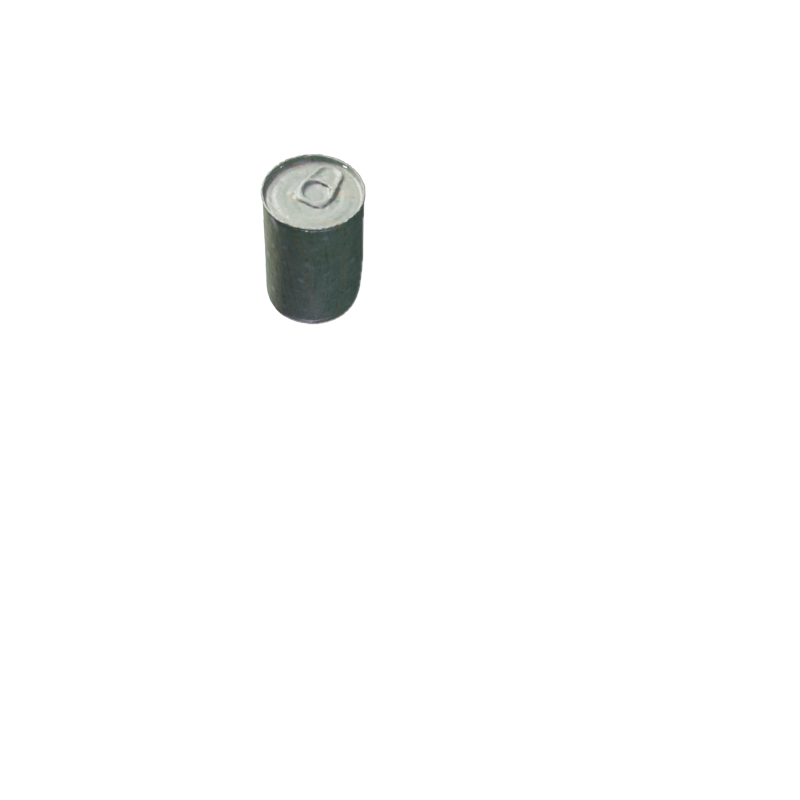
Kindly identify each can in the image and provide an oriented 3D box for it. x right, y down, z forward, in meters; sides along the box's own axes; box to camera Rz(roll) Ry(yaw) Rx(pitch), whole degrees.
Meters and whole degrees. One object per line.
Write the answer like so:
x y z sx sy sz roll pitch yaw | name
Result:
-0.059 -0.108 0.755 0.068 0.073 0.095 0 -37 -3 | can
